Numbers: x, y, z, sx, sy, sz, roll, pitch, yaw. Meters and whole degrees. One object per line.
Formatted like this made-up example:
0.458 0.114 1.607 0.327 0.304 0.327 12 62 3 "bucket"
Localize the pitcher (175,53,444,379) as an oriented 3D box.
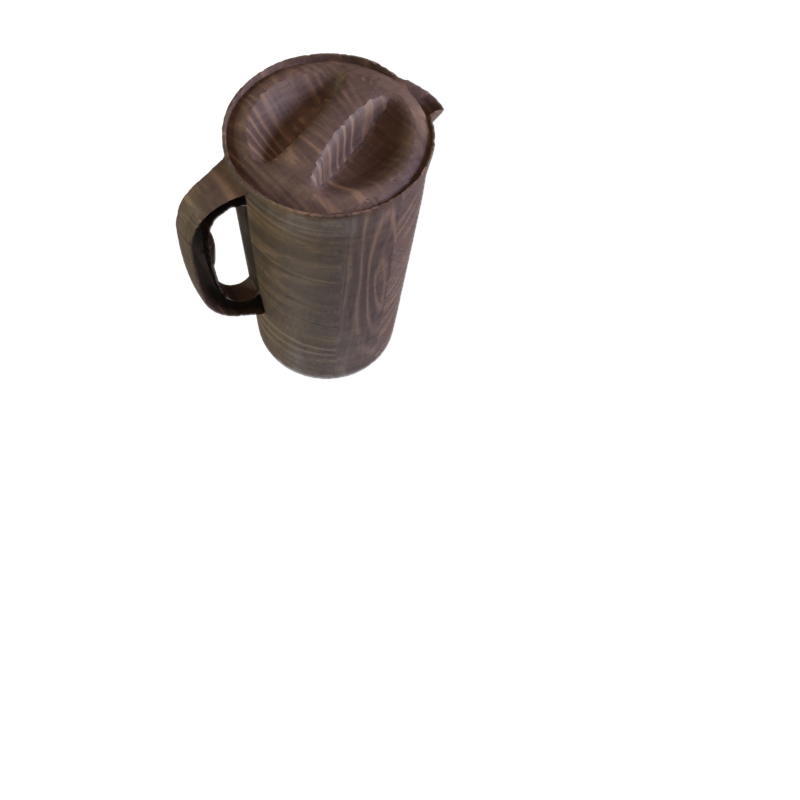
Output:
-0.061 -0.111 0.778 0.151 0.153 0.228 12 -30 4 "pitcher"
